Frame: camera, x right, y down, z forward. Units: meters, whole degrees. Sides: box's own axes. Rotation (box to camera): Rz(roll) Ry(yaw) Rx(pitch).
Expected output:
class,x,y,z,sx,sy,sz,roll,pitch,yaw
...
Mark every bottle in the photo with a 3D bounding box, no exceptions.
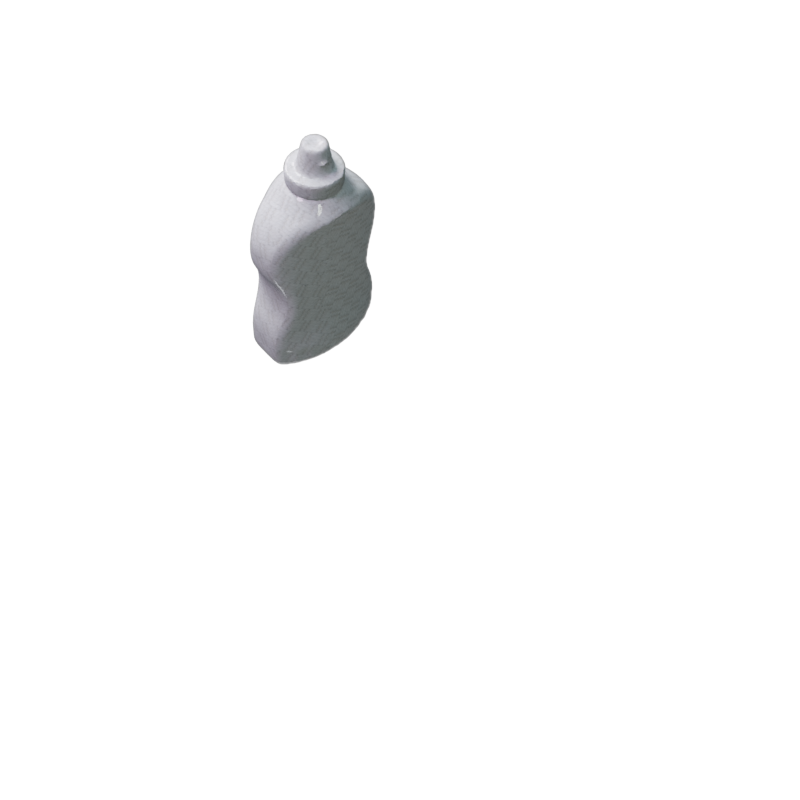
class,x,y,z,sx,sy,sz,roll,pitch,yaw
bottle,-0.061,-0.111,0.782,0.096,0.062,0.179,-32,-29,-25
